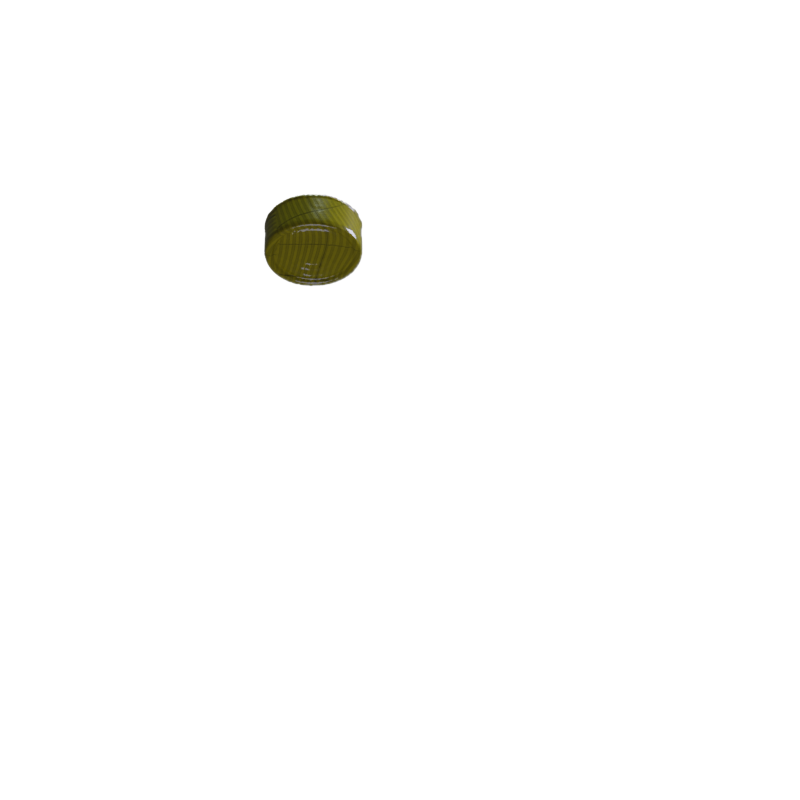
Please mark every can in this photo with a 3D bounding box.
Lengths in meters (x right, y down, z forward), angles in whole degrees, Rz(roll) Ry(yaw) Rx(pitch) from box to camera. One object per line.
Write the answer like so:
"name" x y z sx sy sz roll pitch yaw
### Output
"can" -0.075 -0.137 0.961 0.086 0.036 0.080 1 -37 -2
